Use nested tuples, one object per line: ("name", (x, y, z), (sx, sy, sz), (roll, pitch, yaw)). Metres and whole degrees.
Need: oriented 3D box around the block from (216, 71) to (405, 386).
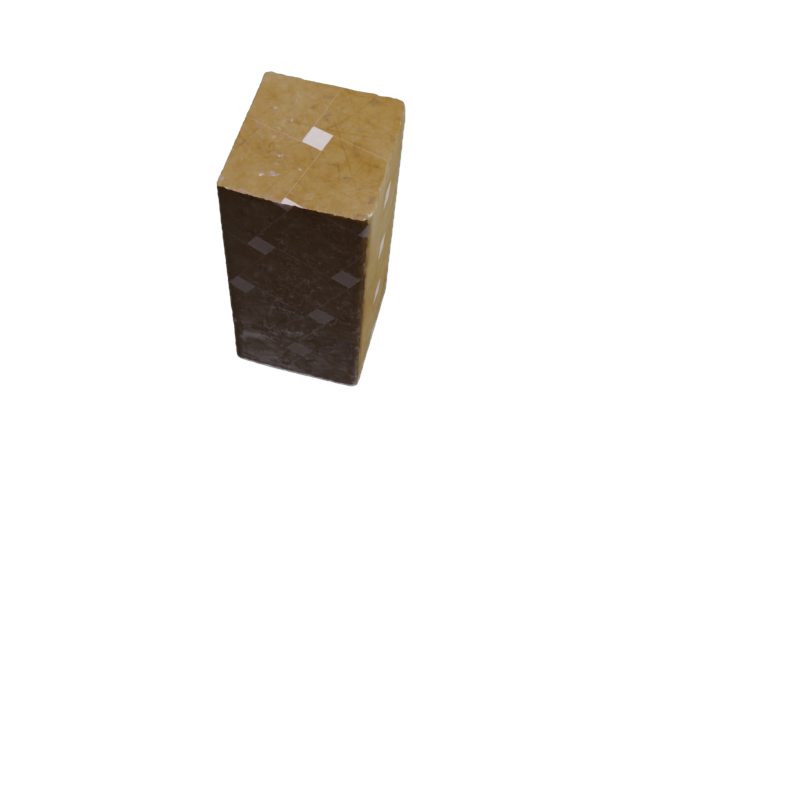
("block", (-0.055, -0.101, 0.711), (0.091, 0.095, 0.194), (15, -28, 4))
